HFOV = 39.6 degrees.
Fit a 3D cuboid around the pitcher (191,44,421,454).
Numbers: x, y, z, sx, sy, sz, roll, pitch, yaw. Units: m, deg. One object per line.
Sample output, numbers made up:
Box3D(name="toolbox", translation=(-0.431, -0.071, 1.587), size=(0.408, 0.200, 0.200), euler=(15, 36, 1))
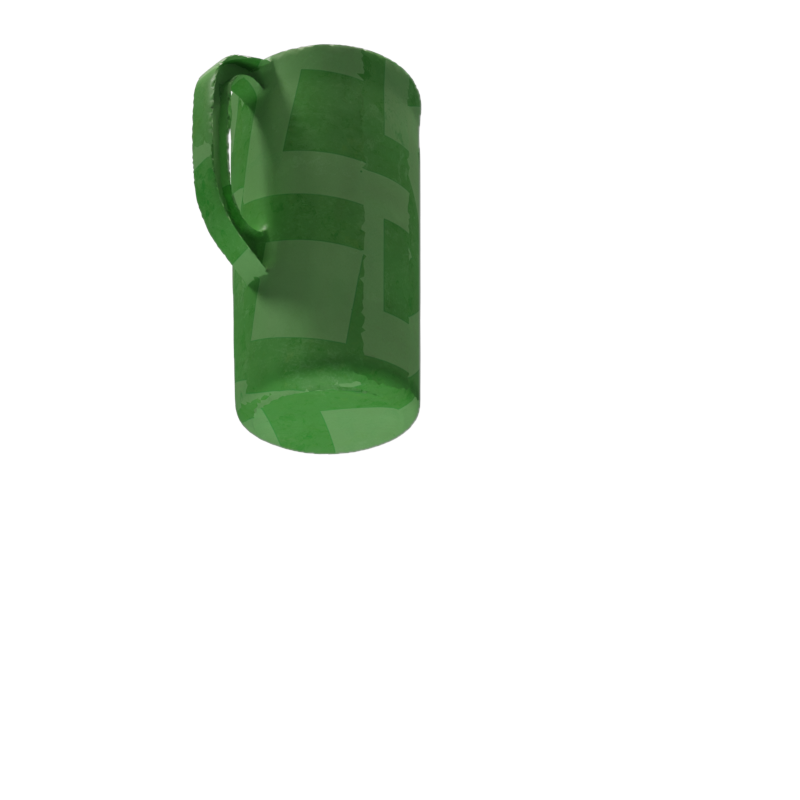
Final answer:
Box3D(name="pitcher", translation=(-0.055, -0.100, 0.699), size=(0.149, 0.259, 0.136), euler=(-1, -31, -3))
